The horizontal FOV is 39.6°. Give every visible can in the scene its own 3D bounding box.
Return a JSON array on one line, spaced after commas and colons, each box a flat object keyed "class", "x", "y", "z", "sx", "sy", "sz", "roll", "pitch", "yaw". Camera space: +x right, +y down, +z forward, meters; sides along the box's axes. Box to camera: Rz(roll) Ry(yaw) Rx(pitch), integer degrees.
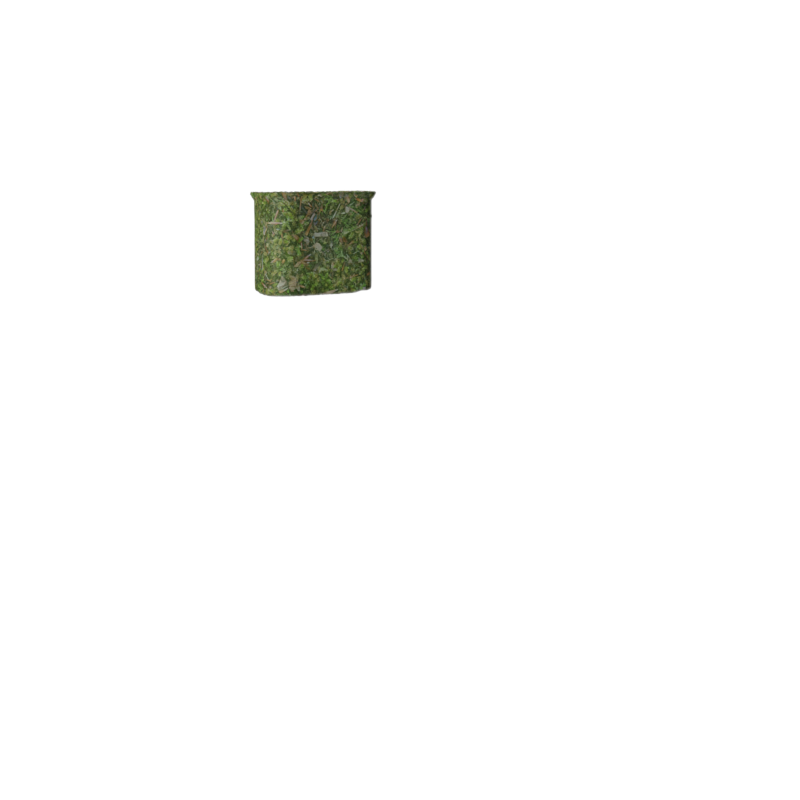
[{"class": "can", "x": -0.072, "y": -0.131, "z": 0.916, "sx": 0.099, "sy": 0.083, "sz": 0.060, "roll": -4, "pitch": 7, "yaw": -28}]
